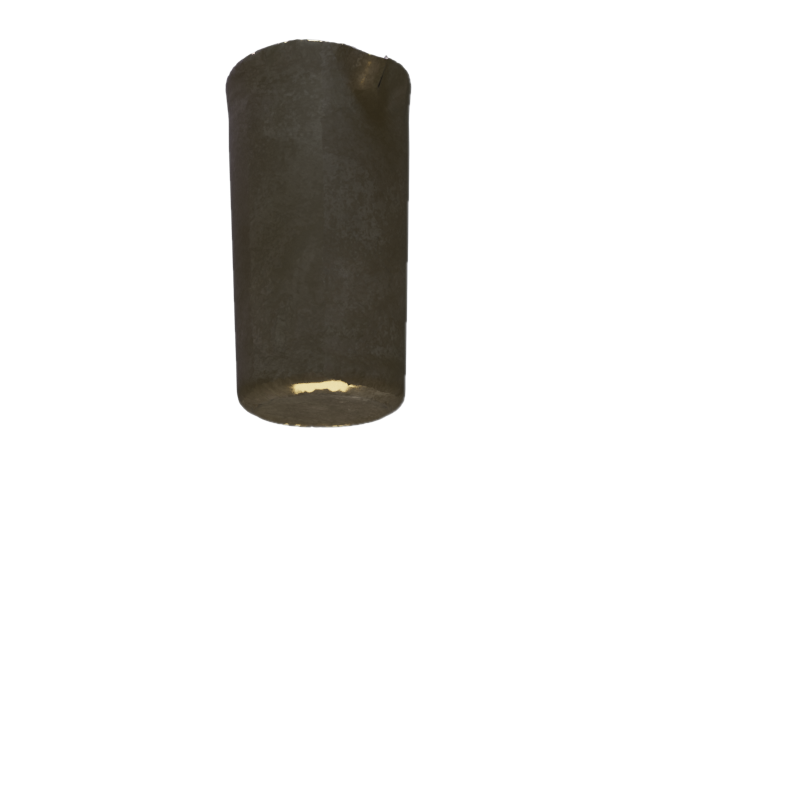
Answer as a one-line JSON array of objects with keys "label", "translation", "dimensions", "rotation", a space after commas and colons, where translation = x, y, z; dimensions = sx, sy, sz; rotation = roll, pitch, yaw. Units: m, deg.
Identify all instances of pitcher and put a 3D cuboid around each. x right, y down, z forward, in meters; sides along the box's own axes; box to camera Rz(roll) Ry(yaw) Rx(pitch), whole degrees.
[{"label": "pitcher", "translation": [-0.059, -0.108, 0.759], "dimensions": [0.147, 0.255, 0.140], "rotation": [-6, -21, 13]}]
